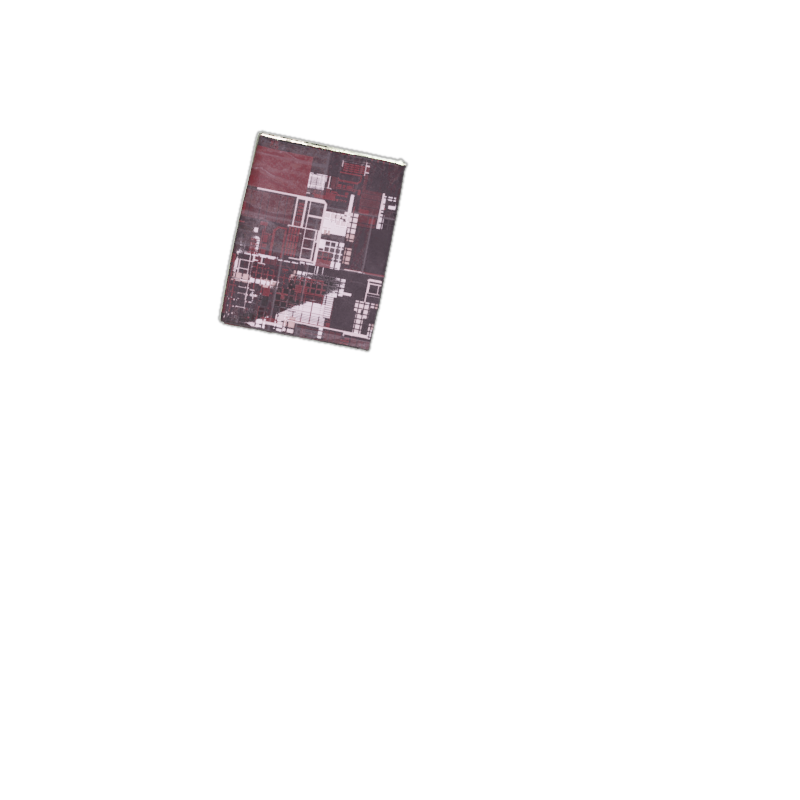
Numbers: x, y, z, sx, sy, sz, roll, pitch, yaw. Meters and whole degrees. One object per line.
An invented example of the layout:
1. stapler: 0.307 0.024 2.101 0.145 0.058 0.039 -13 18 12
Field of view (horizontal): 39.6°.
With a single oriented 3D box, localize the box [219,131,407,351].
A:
1. box: -0.050 -0.092 0.642 0.089 0.112 0.040 12 9 -3
